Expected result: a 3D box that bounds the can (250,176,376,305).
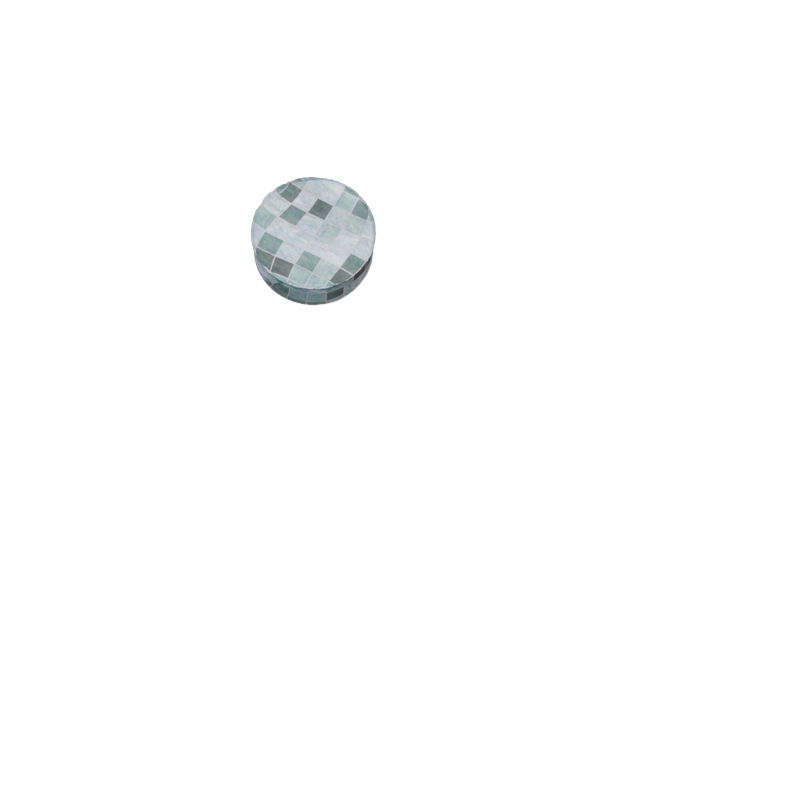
[{"bbox_3d":[-0.060,-0.110,0.772,0.086,0.091,0.032,-1,-24,-1],"label":"can"}]
